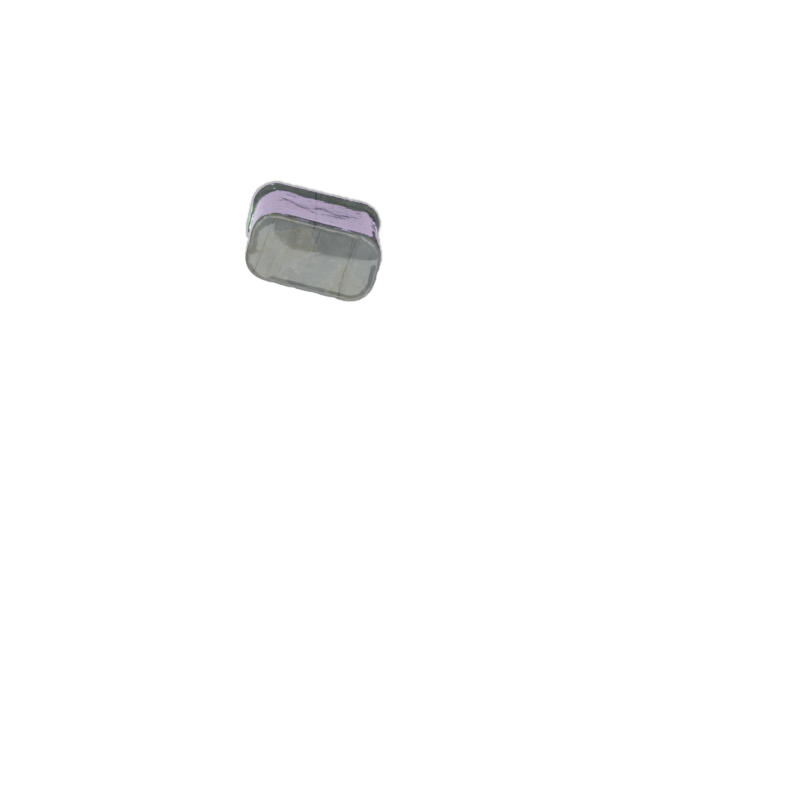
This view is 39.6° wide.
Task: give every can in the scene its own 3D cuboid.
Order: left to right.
[{"bbox_3d":[-0.065,-0.118,0.830,0.101,0.055,0.088,13,21,-6],"label":"can"}]
